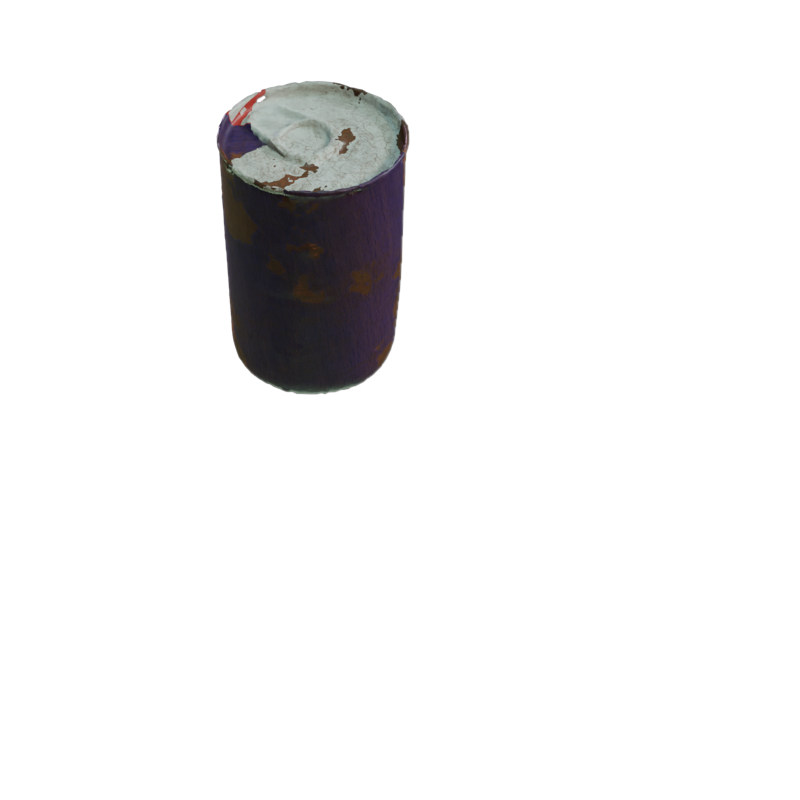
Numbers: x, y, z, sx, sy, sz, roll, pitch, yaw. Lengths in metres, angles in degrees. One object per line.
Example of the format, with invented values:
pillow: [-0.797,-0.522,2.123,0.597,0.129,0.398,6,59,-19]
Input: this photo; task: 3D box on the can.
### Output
can: [-0.033,-0.060,0.422,0.068,0.095,0.074,0,45,-3]
